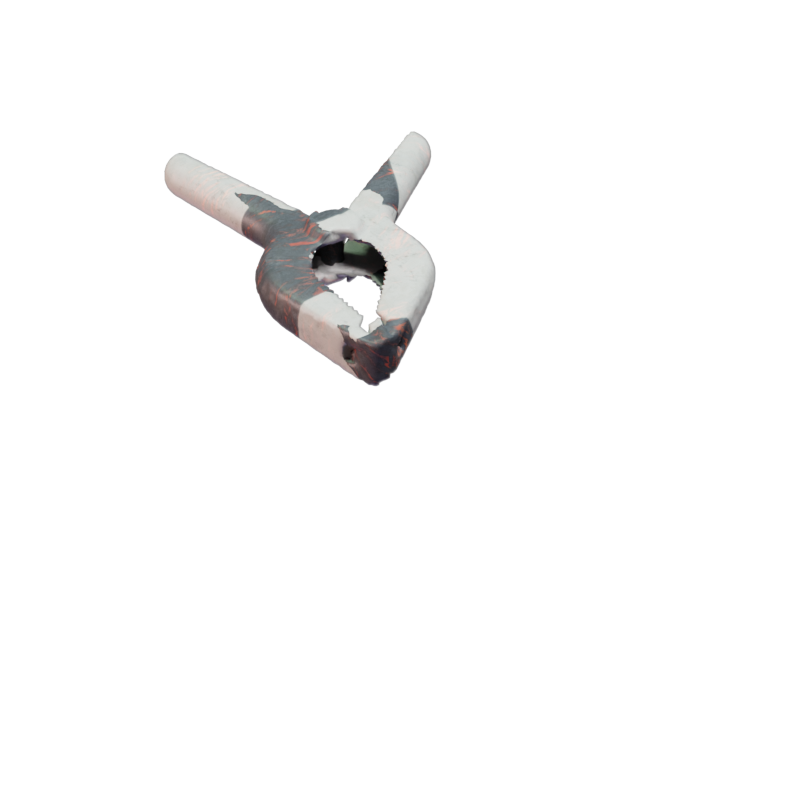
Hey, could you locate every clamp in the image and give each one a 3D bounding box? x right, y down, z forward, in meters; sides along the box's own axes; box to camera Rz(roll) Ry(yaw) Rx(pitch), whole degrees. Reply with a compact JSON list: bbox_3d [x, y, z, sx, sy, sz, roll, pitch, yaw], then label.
[{"bbox_3d":[-0.048,-0.087,0.611,0.163,0.034,0.226,-5,40,-6],"label":"clamp"}]
